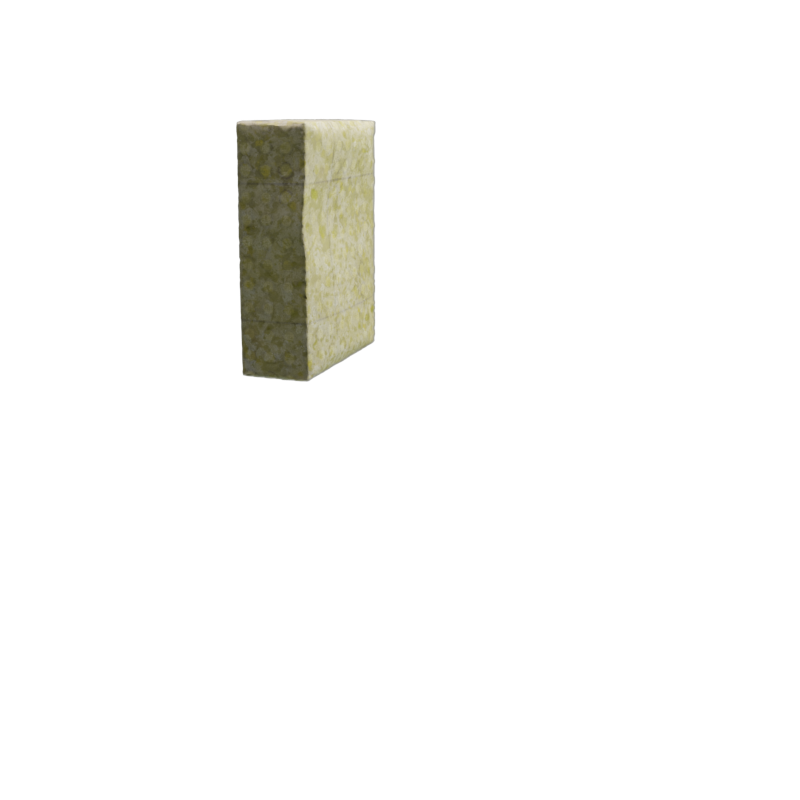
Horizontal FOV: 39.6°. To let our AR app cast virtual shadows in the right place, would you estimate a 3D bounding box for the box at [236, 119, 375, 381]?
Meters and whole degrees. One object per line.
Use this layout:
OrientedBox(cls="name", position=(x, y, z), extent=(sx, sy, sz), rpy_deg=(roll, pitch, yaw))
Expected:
OrientedBox(cls="box", position=(-0.076, -0.139, 0.974), extent=(0.074, 0.210, 0.163), rpy_deg=(3, 10, 20))
